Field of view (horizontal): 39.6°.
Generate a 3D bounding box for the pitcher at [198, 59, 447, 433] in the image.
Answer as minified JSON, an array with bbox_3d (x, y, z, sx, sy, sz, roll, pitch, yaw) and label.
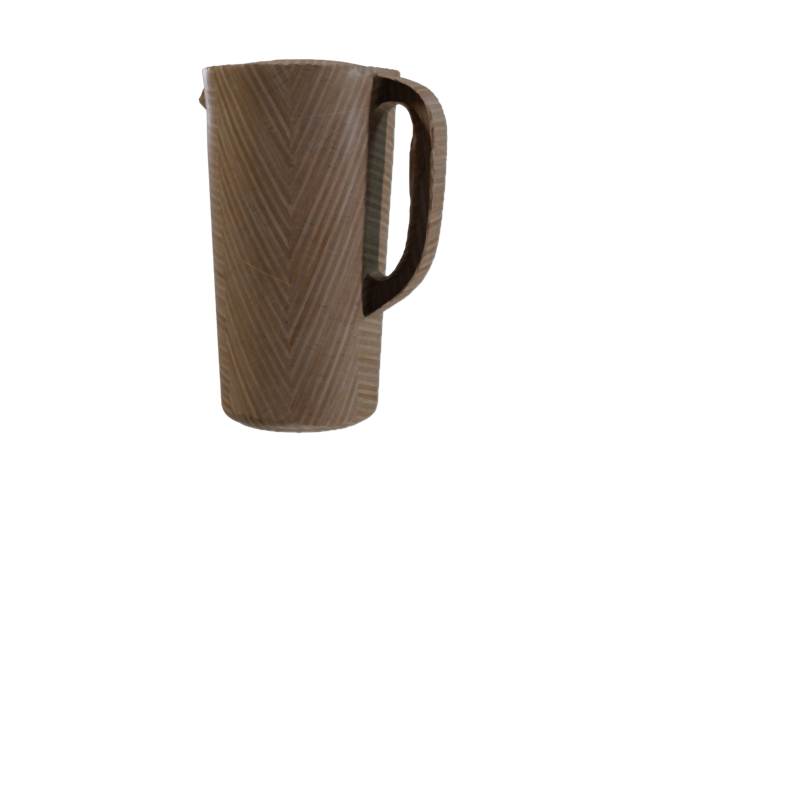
[{"bbox_3d":[-0.058,-0.106,0.745,0.142,0.240,0.154,-1,7,-15],"label":"pitcher"}]
